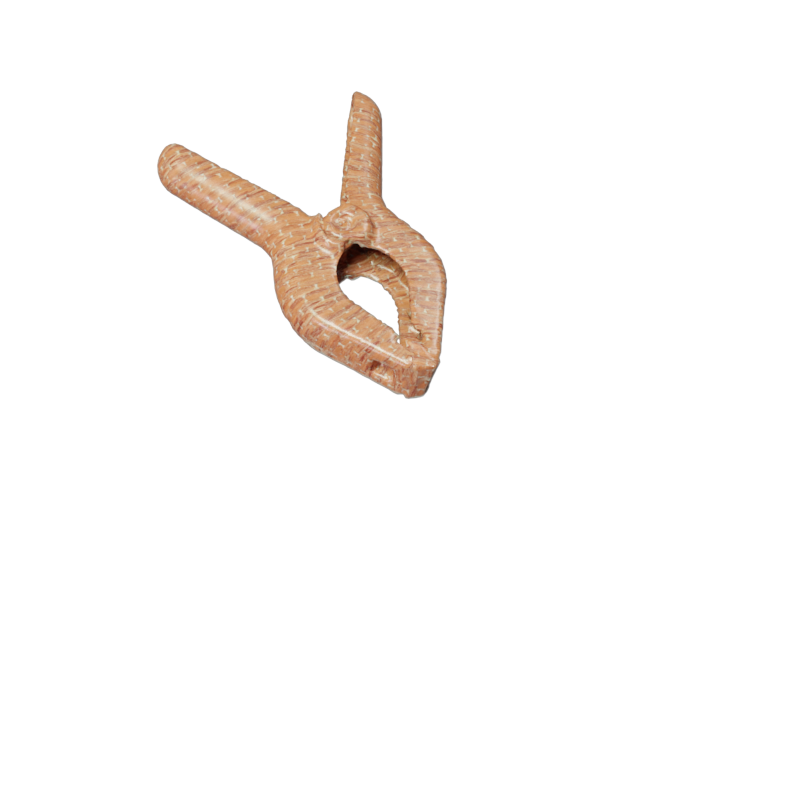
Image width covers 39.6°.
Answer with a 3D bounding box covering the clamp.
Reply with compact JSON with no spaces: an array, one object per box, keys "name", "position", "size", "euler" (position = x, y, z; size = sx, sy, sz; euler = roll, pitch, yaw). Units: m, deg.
[{"name":"clamp","position":[-0.041,-0.074,0.521],"size":[0.119,0.185,0.037],"euler":[-16,-34,-12]}]
